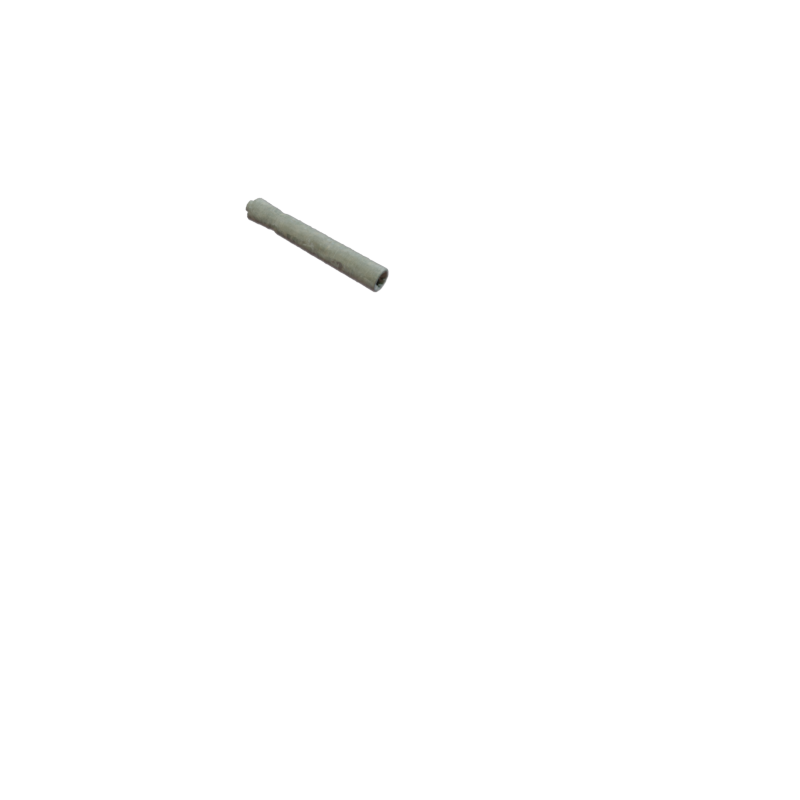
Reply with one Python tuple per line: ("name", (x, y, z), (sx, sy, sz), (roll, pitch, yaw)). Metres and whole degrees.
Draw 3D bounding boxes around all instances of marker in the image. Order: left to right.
("marker", (-0.062, -0.114, 0.796), (0.127, 0.019, 0.019), (32, 17, 24))
